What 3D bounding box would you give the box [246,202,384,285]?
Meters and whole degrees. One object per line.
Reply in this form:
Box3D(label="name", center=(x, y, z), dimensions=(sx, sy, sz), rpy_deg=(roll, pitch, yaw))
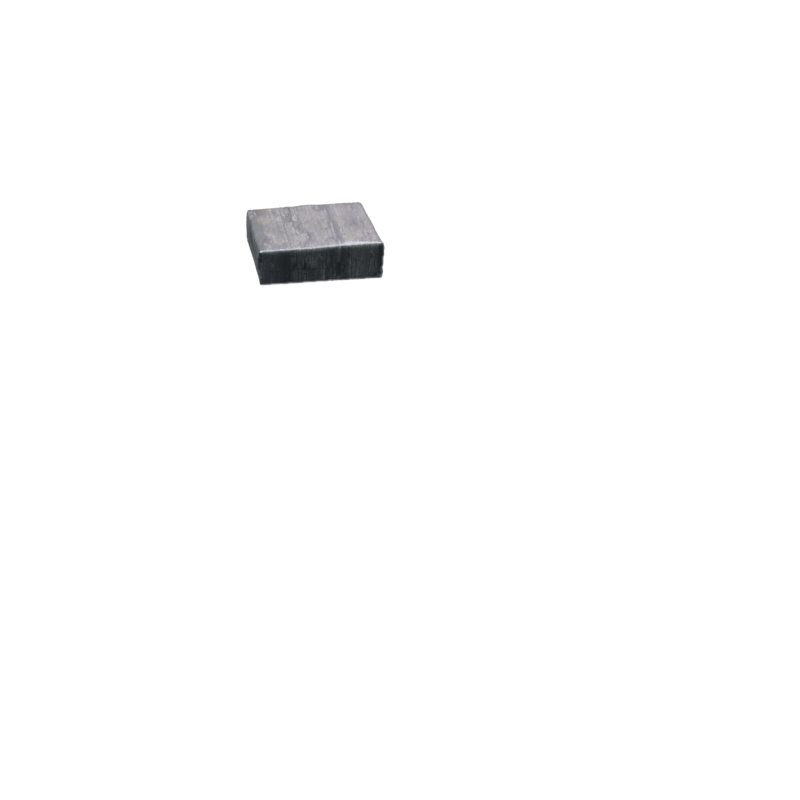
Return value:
Box3D(label="box", center=(-0.062, -0.113, 0.792), dimensions=(0.088, 0.028, 0.078), rpy_deg=(-6, 32, -10))
